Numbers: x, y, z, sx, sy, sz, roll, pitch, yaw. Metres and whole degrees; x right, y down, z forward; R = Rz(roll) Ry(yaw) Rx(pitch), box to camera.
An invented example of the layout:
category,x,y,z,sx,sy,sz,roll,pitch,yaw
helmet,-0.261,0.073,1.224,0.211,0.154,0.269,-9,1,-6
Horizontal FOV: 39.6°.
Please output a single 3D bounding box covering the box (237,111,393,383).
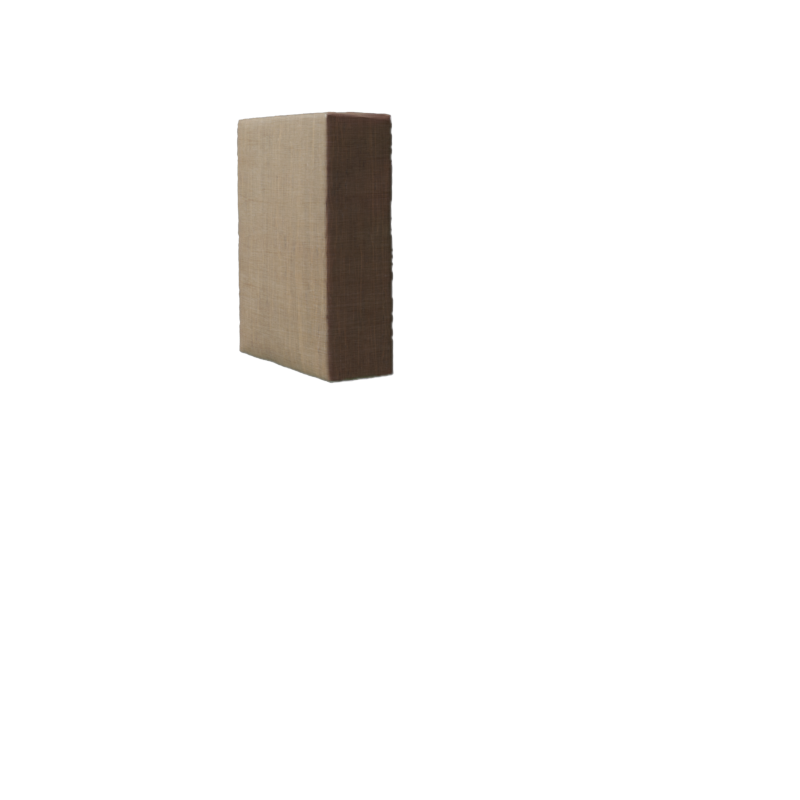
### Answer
category,x,y,z,sx,sy,sz,roll,pitch,yaw
box,-0.074,-0.135,0.946,0.069,0.211,0.172,-3,8,-32
